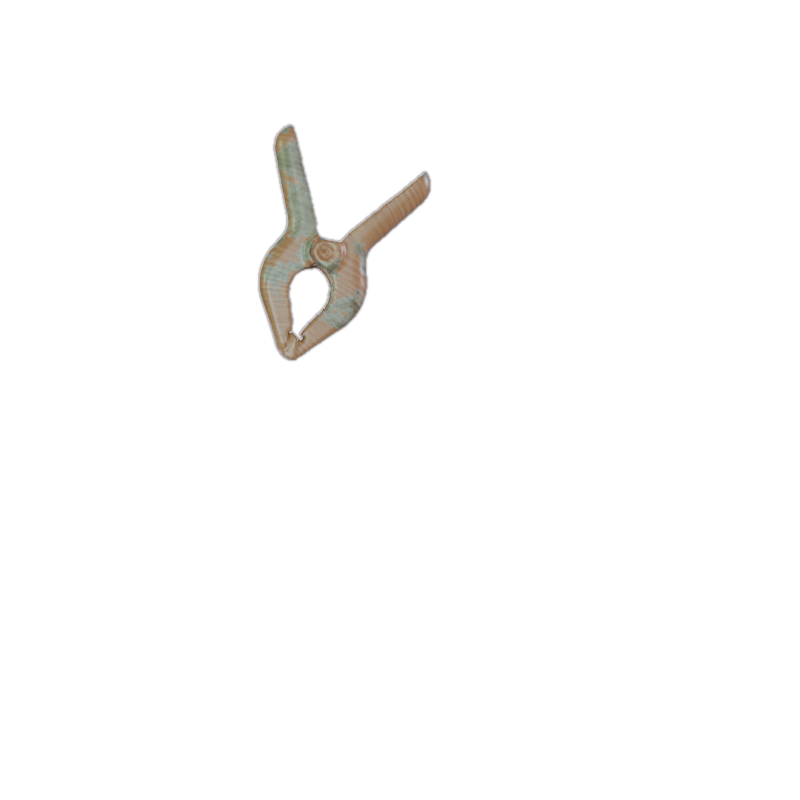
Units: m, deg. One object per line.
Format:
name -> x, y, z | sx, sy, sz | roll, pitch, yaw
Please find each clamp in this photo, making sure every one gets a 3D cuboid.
clamp -> -0.064, -0.117, 0.818 | 0.121, 0.174, 0.038 | 26, -11, 5
